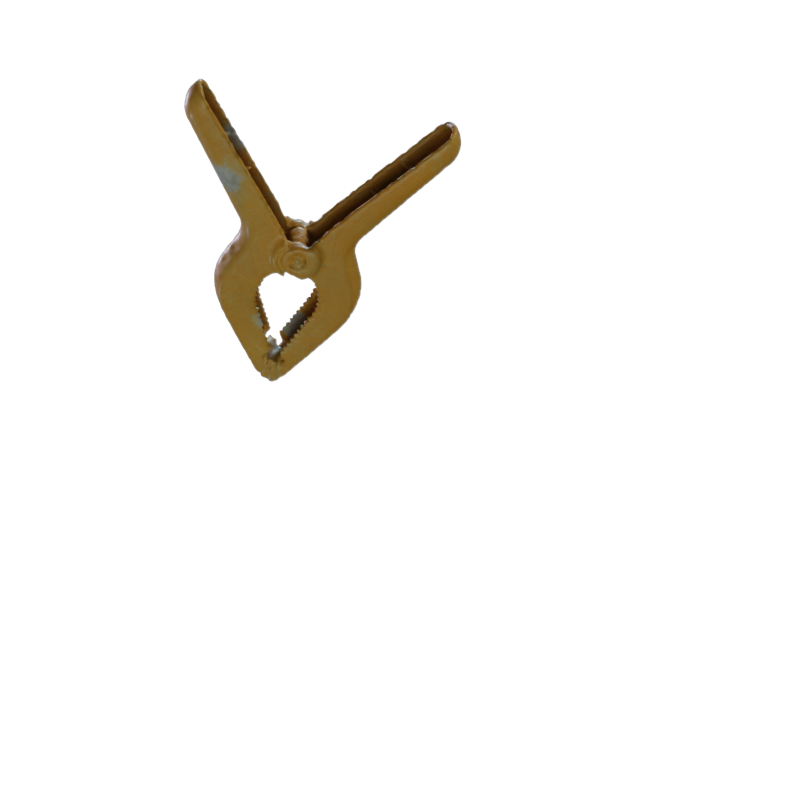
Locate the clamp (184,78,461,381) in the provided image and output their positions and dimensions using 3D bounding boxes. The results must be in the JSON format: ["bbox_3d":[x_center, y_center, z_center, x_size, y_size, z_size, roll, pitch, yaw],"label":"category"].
[{"bbox_3d":[-0.055,-0.100,0.698,0.164,0.197,0.039,5,35,-4],"label":"clamp"}]
